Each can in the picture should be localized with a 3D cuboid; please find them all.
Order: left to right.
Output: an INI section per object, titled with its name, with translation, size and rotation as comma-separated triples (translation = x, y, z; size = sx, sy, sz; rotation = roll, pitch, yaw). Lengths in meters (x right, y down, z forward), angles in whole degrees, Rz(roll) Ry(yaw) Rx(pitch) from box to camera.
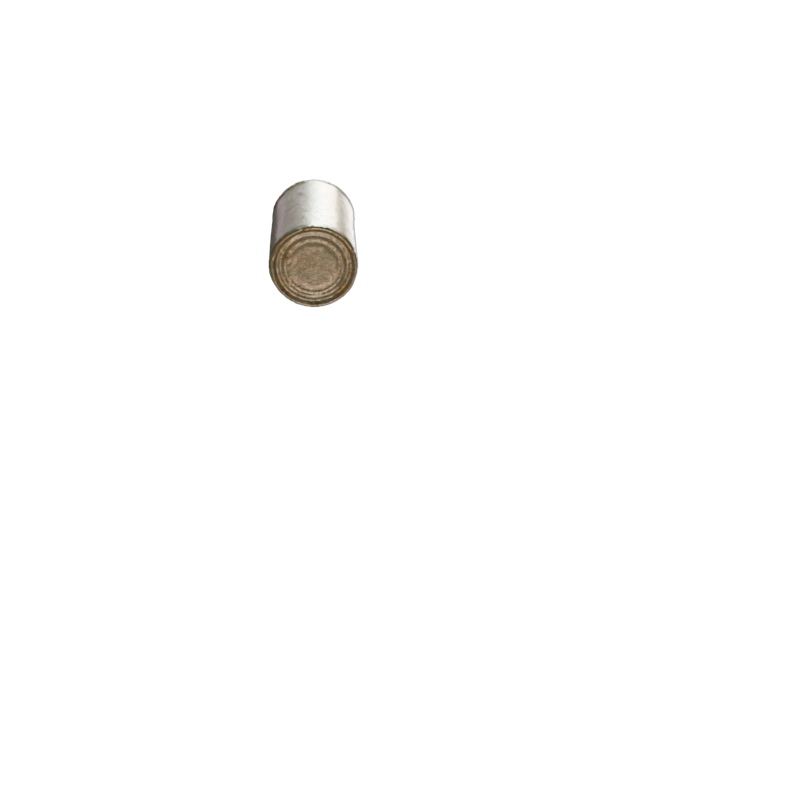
[can]
translation = -0.068, -0.123, 0.864
size = 0.068, 0.065, 0.108
rotation = 0, 28, -3
